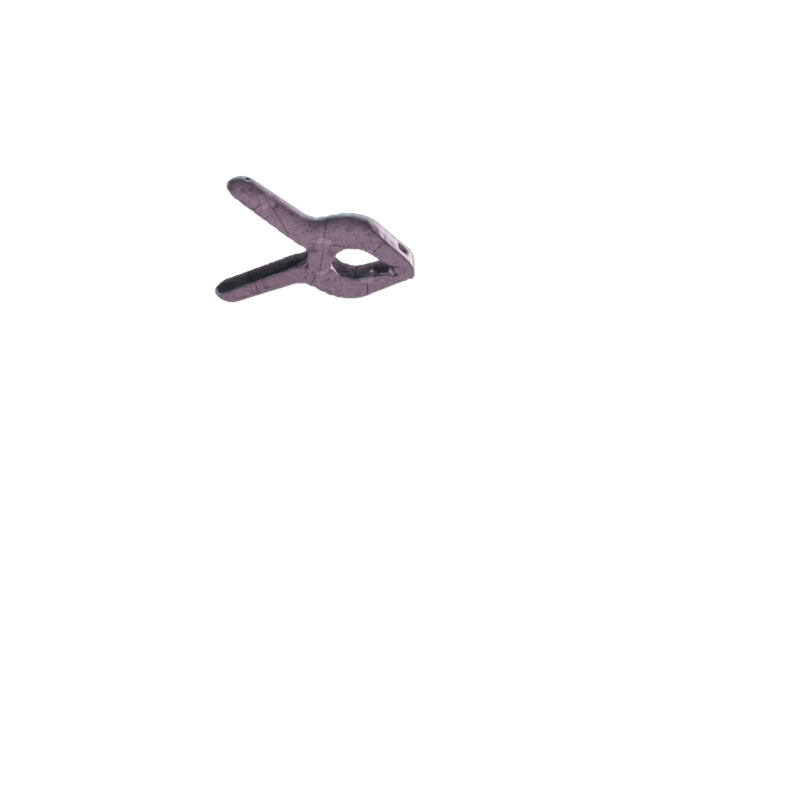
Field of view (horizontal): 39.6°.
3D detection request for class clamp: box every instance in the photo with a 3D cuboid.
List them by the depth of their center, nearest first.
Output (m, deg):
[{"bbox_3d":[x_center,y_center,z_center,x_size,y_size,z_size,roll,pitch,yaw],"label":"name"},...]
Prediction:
[{"bbox_3d":[-0.073,-0.132,0.927,0.171,0.112,0.042,0,42,0],"label":"clamp"}]
